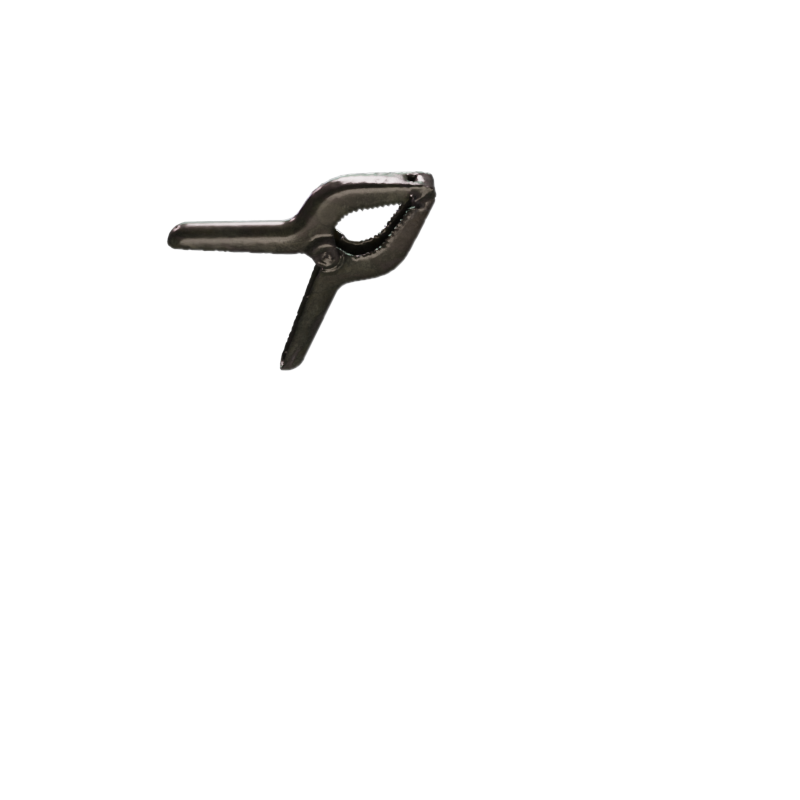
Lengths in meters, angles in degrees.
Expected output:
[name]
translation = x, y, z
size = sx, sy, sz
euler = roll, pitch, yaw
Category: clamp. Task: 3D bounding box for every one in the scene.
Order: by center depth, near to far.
[clamp]
translation = -0.069, -0.126, 0.882
size = 0.208, 0.155, 0.039
euler = -35, 28, 22
